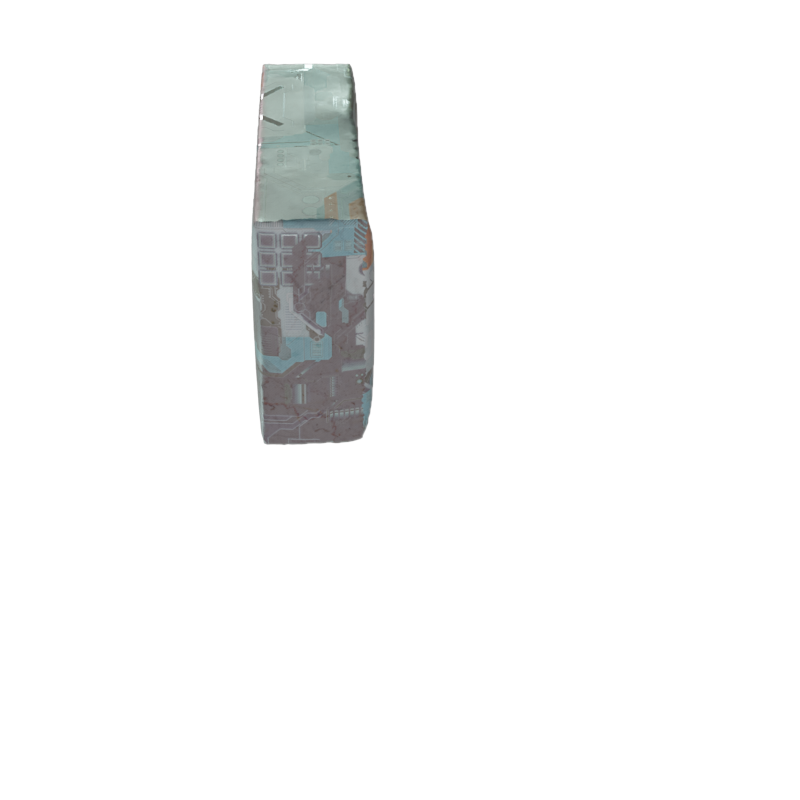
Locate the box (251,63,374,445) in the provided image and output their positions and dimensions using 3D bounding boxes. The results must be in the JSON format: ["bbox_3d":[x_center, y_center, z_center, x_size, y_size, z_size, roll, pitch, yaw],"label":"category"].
[{"bbox_3d":[-0.057,-0.103,0.724,0.072,0.153,0.229,-1,37,-3],"label":"box"}]
